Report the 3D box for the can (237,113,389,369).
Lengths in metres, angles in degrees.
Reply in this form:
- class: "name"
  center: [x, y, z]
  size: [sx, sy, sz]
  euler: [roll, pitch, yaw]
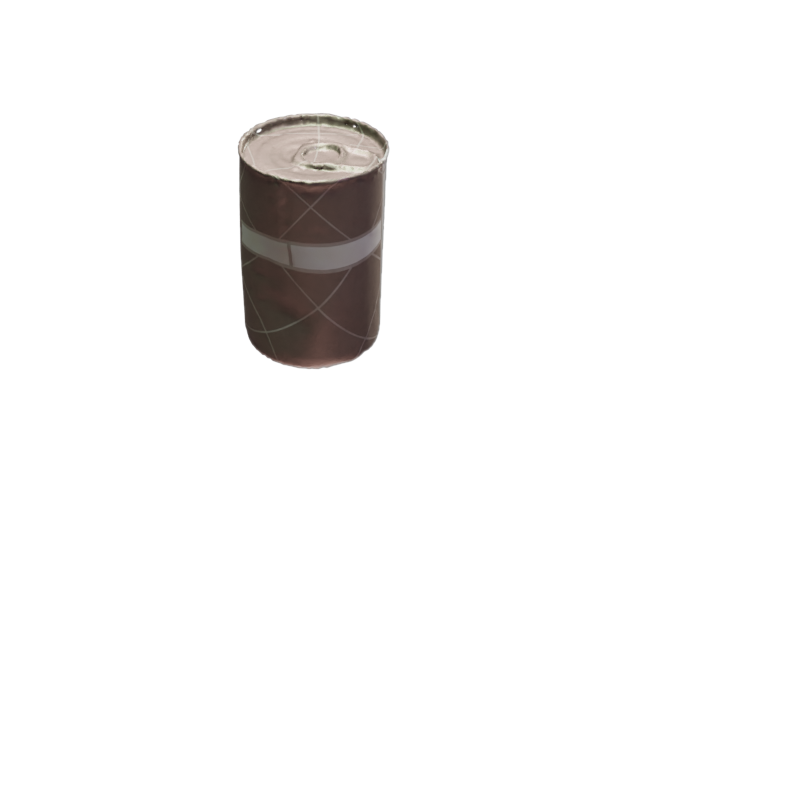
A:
- class: "can"
  center: [-0.041, -0.074, 0.521]
  size: [0.068, 0.096, 0.073]
  euler: [0, 35, -3]
